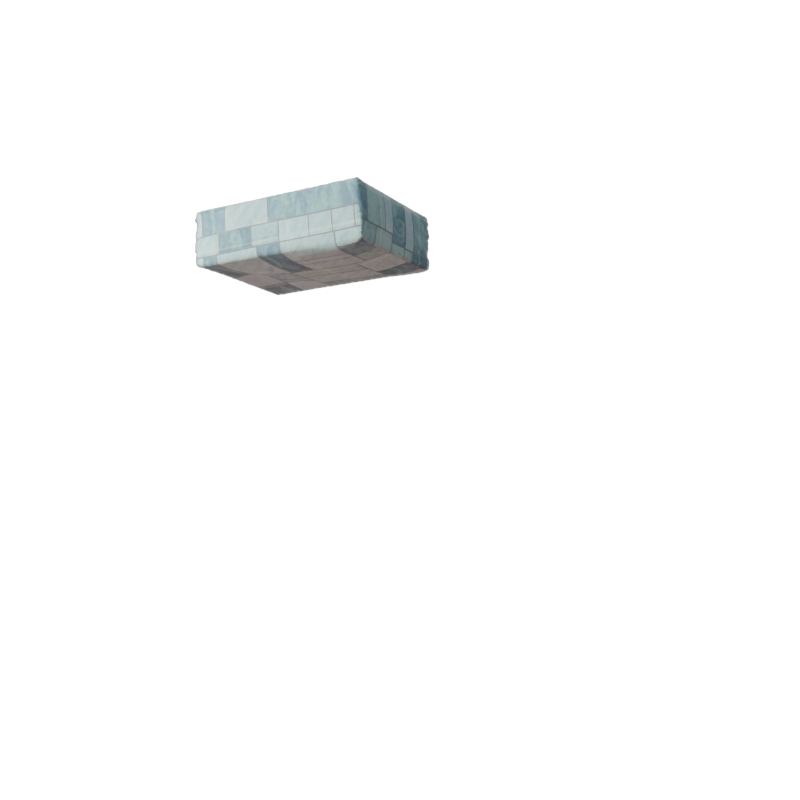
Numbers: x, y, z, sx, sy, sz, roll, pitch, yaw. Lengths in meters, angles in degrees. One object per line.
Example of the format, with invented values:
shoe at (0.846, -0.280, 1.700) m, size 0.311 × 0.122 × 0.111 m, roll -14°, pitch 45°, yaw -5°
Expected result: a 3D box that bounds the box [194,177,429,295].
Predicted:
box at (-0.052, -0.094, 0.660) m, size 0.116 × 0.040 × 0.085 m, roll -4°, pitch -9°, yaw 28°
